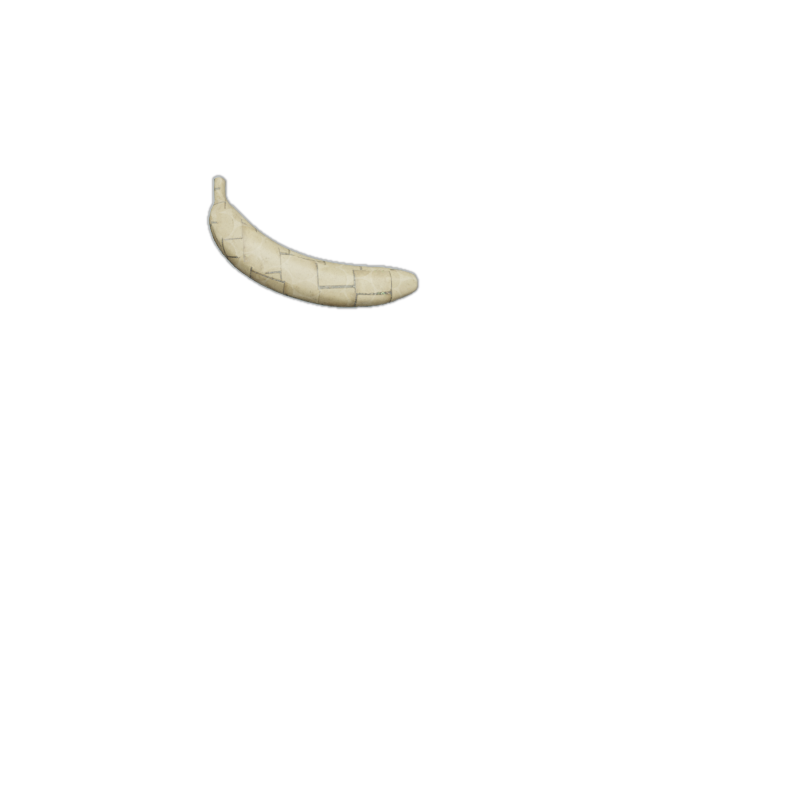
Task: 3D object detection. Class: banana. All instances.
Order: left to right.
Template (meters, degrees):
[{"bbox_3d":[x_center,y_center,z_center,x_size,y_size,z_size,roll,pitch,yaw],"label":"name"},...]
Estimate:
[{"bbox_3d":[-0.084,-0.118,0.923,0.200,0.071,0.036,28,-10,6],"label":"banana"}]
